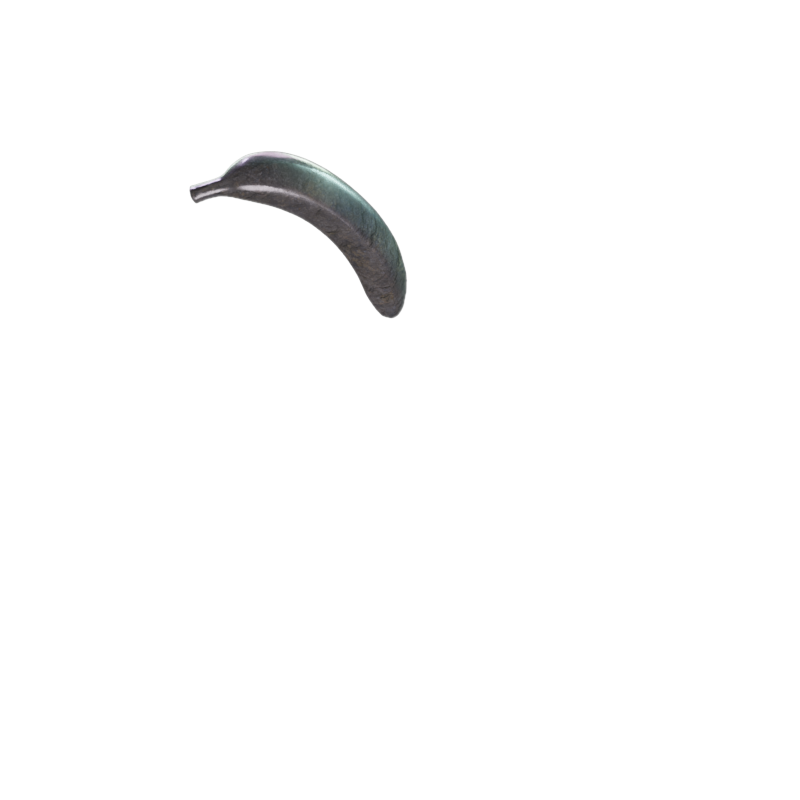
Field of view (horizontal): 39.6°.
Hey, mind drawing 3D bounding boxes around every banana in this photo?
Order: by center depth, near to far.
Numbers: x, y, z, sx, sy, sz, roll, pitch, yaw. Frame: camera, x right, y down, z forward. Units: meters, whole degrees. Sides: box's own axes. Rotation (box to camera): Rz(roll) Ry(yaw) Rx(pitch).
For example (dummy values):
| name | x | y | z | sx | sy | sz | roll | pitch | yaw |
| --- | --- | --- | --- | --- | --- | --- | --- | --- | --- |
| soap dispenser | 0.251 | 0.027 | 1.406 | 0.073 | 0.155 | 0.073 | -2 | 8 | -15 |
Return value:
| name | x | y | z | sx | sy | sz | roll | pitch | yaw |
| --- | --- | --- | --- | --- | --- | --- | --- | --- | --- |
| banana | -0.051 | -0.122 | 0.776 | 0.186 | 0.039 | 0.069 | 31 | -49 | -32 |
